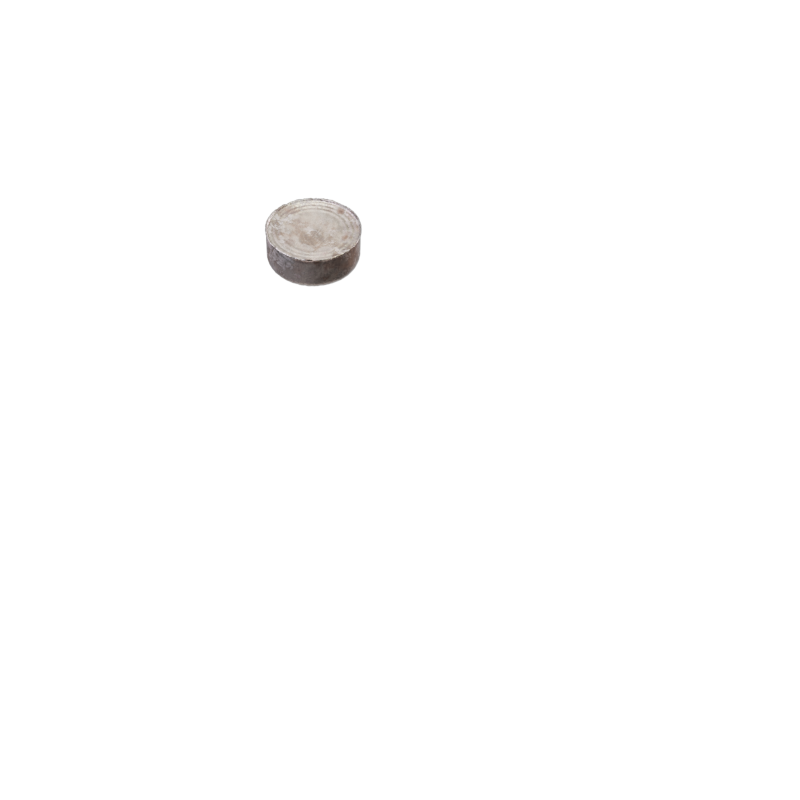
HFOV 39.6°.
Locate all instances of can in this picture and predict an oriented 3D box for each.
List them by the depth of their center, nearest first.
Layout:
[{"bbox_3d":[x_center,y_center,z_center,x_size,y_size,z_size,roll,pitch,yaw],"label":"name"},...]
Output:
[{"bbox_3d":[-0.078,-0.141,0.990,0.086,0.092,0.031,-1,-45,-1],"label":"can"}]
